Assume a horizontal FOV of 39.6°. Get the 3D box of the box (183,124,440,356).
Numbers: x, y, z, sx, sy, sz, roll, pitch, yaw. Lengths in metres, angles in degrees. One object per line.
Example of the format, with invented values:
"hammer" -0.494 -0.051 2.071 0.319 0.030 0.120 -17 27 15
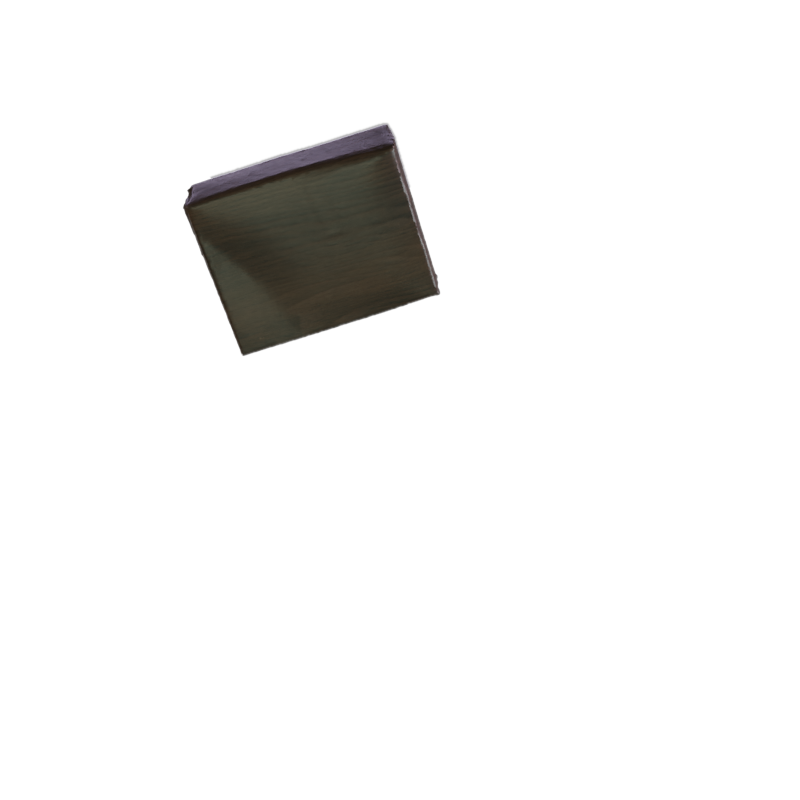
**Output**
"box" -0.045 -0.083 0.579 0.114 0.085 0.041 -16 23 6
